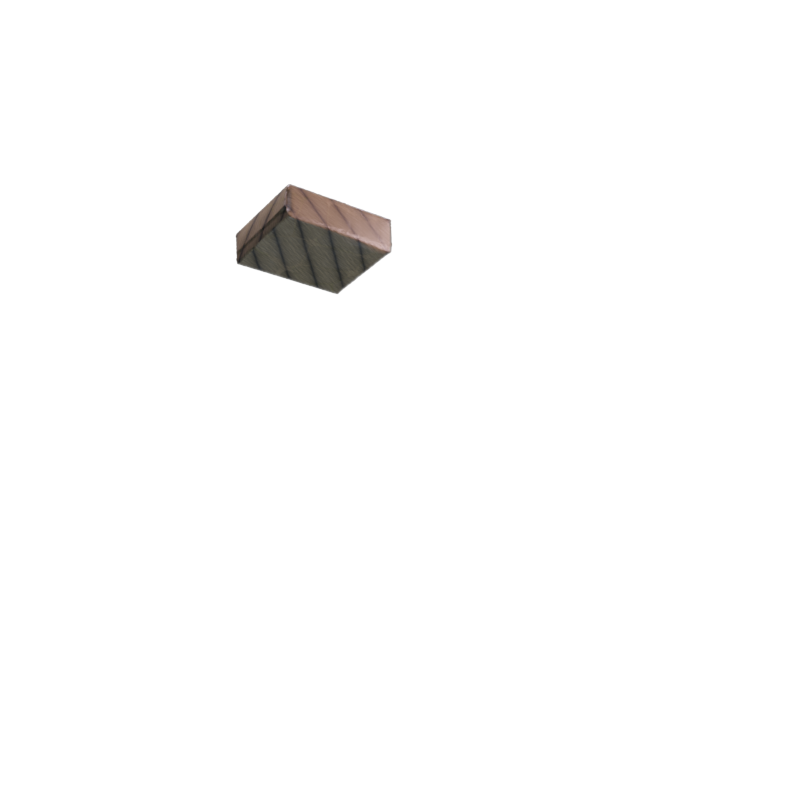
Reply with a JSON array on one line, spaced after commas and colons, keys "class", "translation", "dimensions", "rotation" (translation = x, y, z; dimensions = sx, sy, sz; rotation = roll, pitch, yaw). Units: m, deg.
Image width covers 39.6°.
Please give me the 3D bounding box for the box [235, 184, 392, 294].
[{"class": "box", "translation": [-0.077, -0.141, 0.987], "dimensions": [0.108, 0.041, 0.089], "rotation": [18, -33, -30]}]
